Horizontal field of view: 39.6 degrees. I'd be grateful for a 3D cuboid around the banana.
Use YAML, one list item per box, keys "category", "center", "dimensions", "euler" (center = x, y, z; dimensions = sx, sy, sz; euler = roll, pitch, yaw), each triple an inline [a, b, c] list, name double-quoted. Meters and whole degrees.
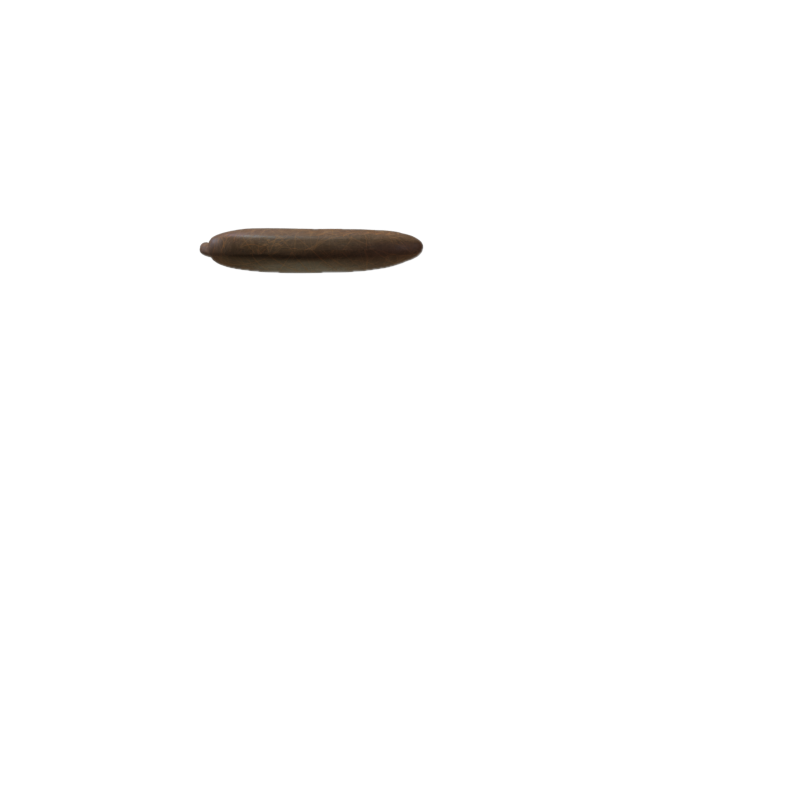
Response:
- category: "banana"
  center: [-0.080, -0.131, 0.947]
  dimensions: [0.199, 0.035, 0.072]
  euler: [2, 20, 5]
